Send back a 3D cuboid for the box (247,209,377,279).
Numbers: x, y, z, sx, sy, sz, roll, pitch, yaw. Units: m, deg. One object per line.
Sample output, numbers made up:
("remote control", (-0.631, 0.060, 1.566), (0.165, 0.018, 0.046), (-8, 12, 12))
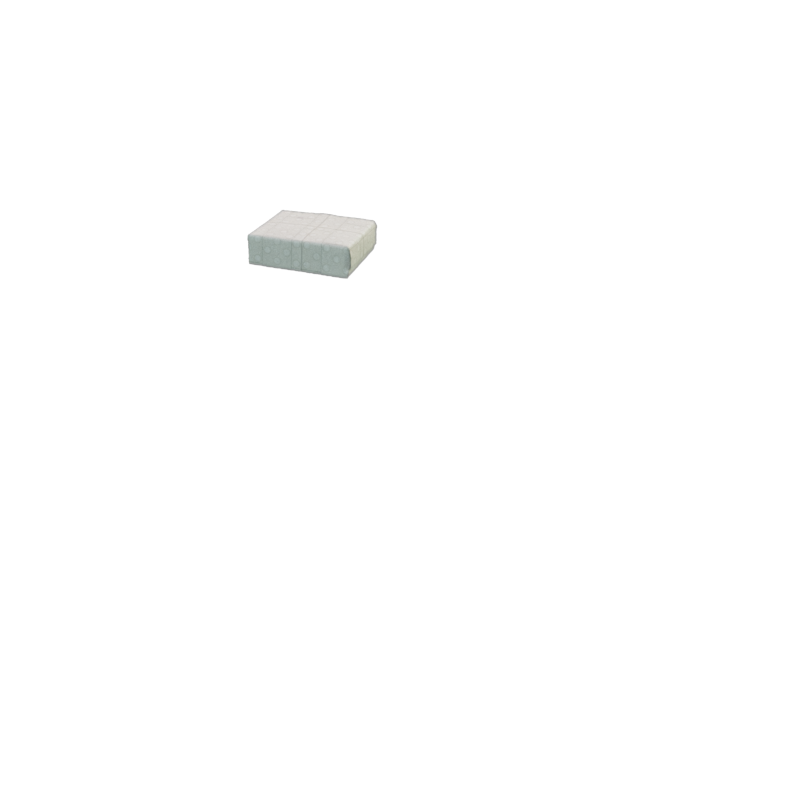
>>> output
("box", (-0.072, -0.132, 0.922), (0.092, 0.029, 0.075), (9, 27, 17))
